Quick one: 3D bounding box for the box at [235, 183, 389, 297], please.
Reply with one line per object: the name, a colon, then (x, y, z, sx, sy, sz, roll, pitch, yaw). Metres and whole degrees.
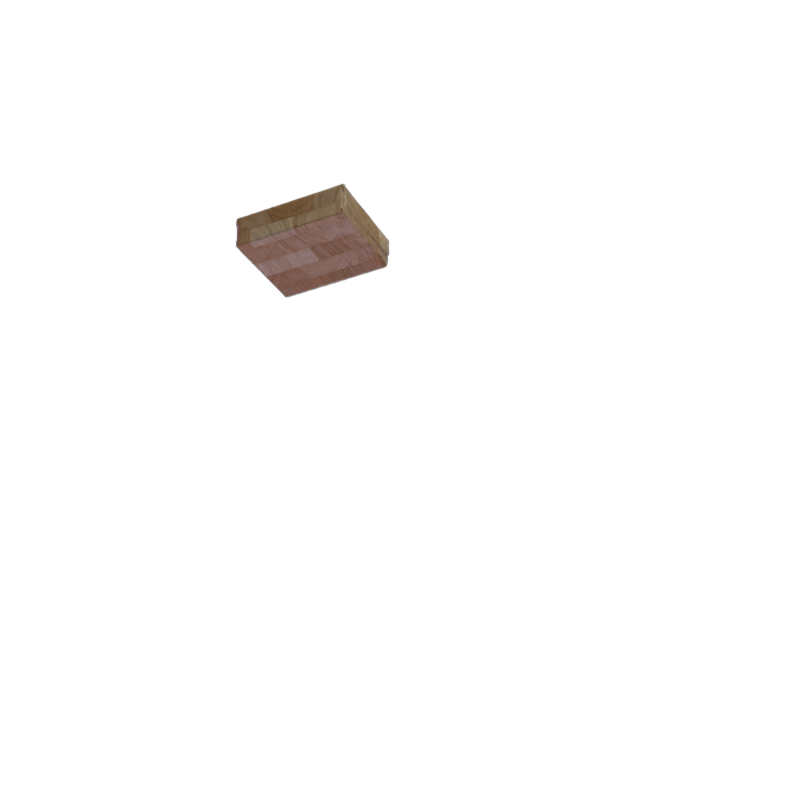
box: (-0.062, -0.114, 0.799, 0.090, 0.032, 0.067, -15, -35, 22)
